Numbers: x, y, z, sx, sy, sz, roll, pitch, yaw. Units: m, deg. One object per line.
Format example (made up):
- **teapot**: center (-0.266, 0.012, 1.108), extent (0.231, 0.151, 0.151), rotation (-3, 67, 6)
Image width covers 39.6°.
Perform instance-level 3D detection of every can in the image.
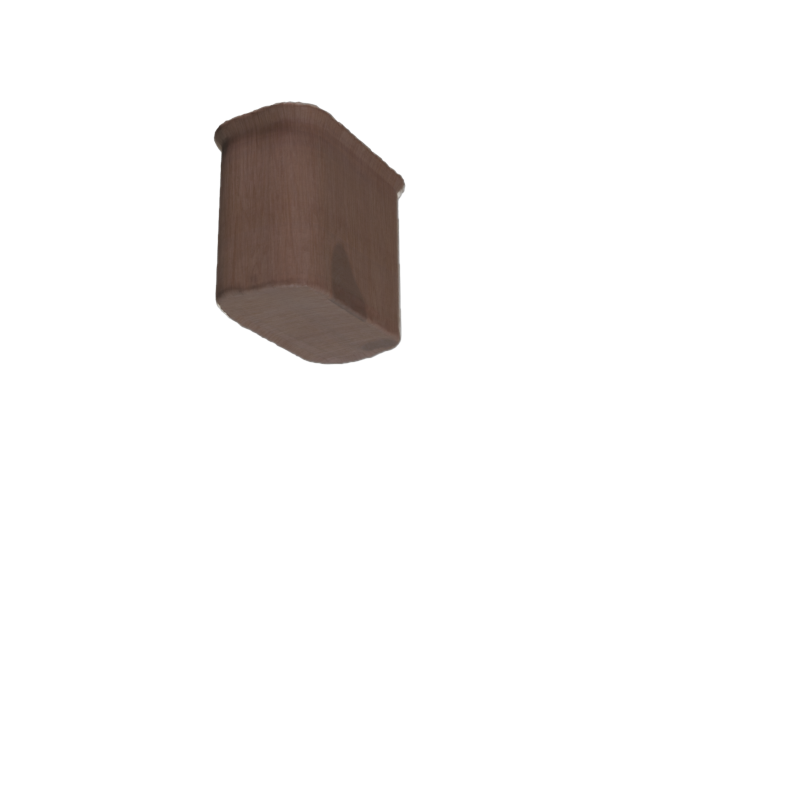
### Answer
- **can**: center (-0.039, -0.071, 0.496), extent (0.058, 0.088, 0.095), rotation (-13, -24, 27)
